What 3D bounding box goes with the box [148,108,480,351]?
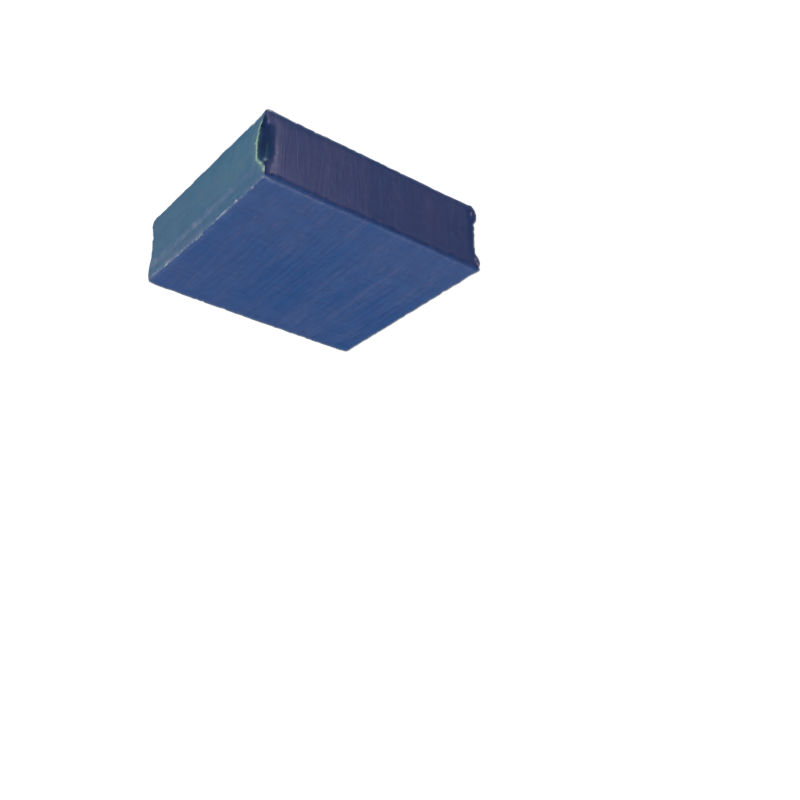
[{"bbox_3d":[-0.030,-0.054,0.379,0.085,0.032,0.072,20,-35,-32],"label":"box"}]
